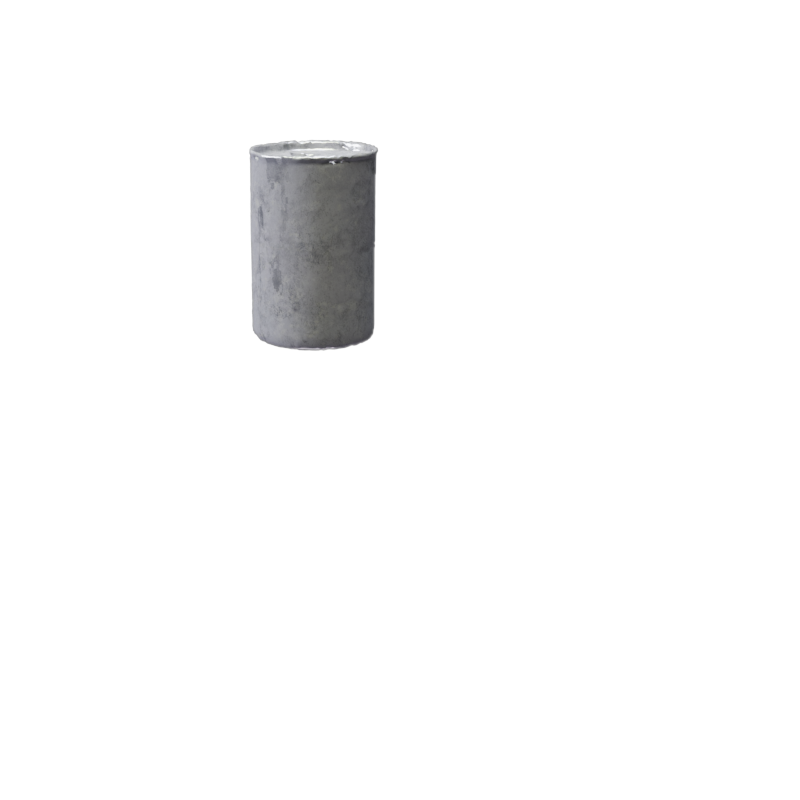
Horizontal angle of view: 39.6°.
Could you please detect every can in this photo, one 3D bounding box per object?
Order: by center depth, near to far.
[{"bbox_3d":[-0.047,-0.085,0.595,0.068,0.099,0.071,0,15,-2],"label":"can"}]
